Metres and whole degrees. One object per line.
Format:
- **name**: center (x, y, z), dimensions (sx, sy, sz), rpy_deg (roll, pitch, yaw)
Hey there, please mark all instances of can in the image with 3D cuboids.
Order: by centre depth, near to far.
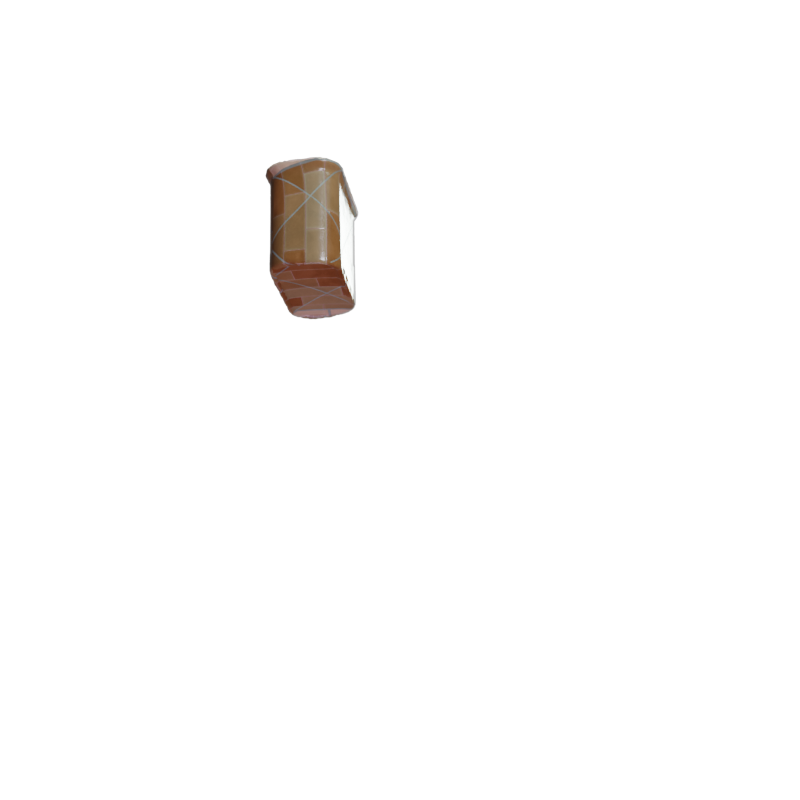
- **can**: center (-0.064, -0.117, 0.822), dimensions (0.058, 0.089, 0.095), rpy_deg (-5, -24, 8)
